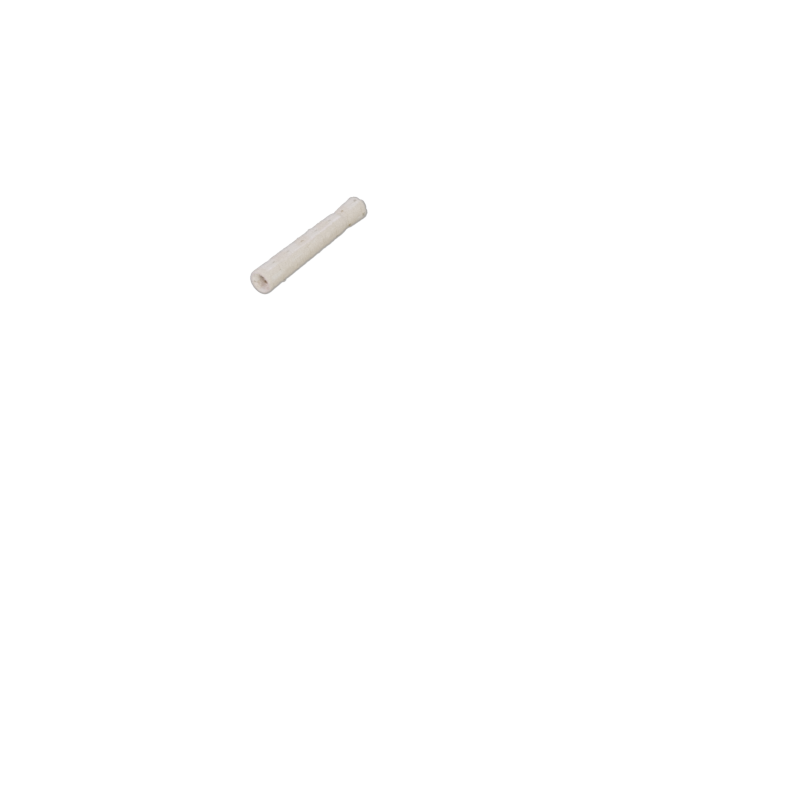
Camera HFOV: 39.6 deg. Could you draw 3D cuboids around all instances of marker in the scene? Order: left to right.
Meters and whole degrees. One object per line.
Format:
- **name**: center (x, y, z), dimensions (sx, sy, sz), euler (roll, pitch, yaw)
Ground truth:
- **marker**: center (-0.062, -0.114, 0.797), dimensions (0.021, 0.019, 0.123), euler (3, 35, 40)
